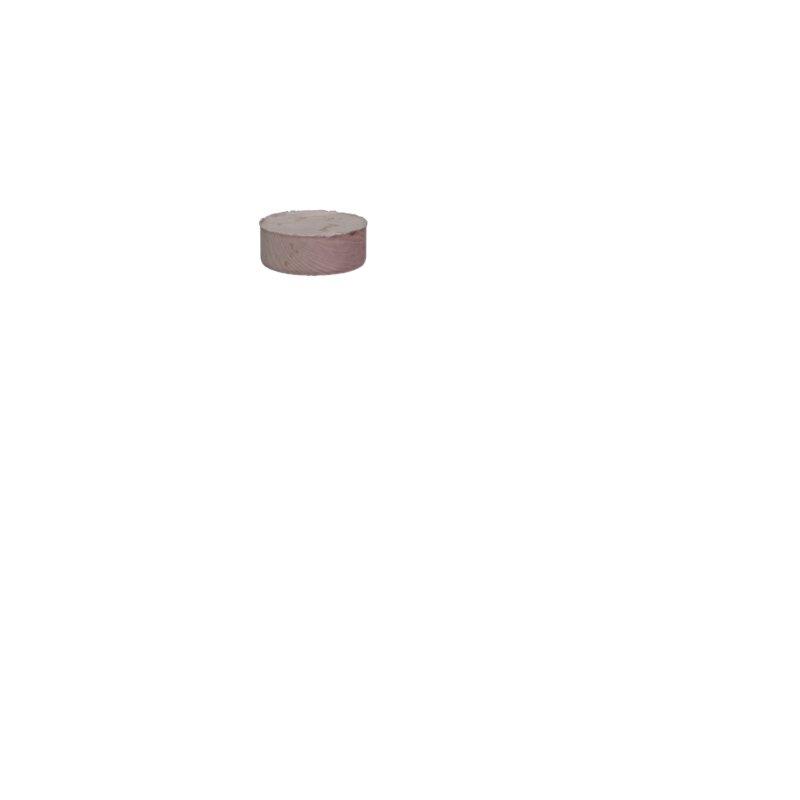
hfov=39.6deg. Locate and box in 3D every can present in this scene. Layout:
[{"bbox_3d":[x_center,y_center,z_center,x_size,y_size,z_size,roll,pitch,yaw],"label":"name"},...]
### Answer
[{"bbox_3d":[-0.069,-0.125,0.877,0.086,0.032,0.090,-1,21,-2],"label":"can"}]
